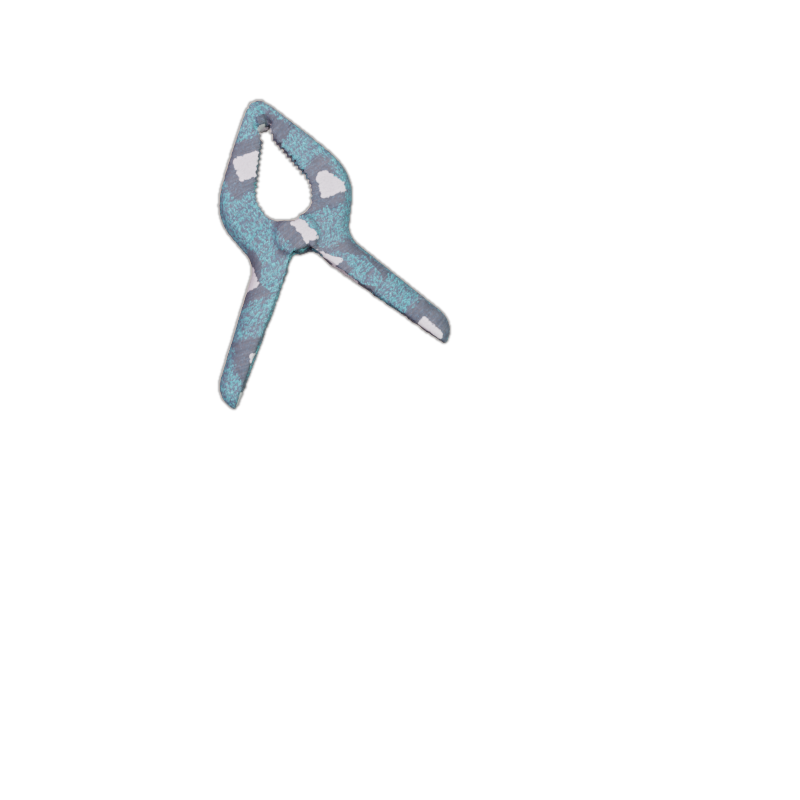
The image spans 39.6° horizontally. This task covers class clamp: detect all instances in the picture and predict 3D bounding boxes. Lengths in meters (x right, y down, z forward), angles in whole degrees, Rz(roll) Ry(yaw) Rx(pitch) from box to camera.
[{"bbox_3d":[-0.061,-0.111,0.780,0.164,0.215,0.036,-11,-9,-2],"label":"clamp"}]
